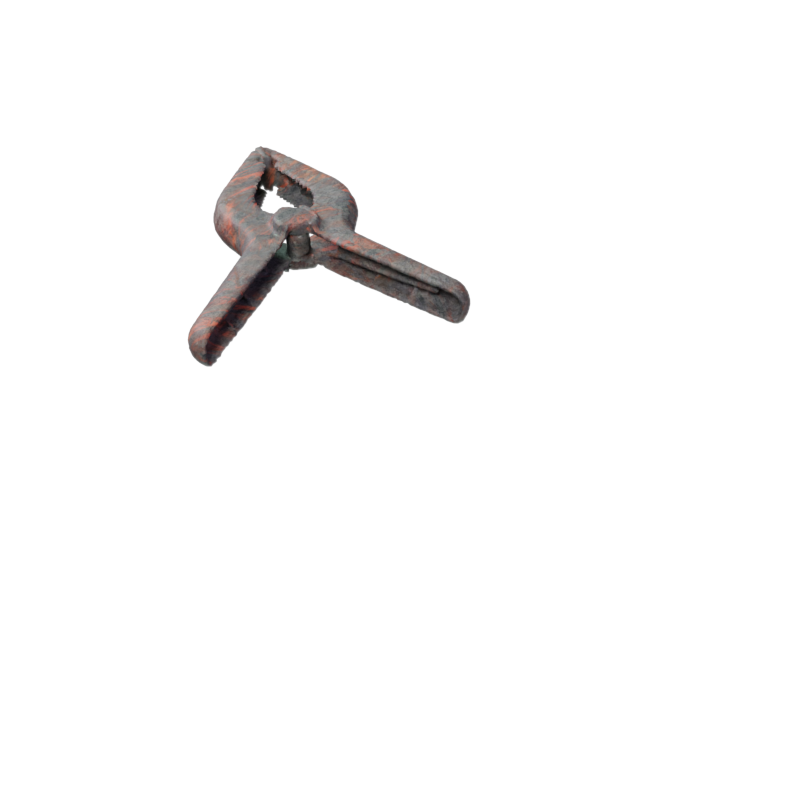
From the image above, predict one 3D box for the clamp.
[{"bbox_3d":[-0.055,-0.100,0.703,0.163,0.034,0.226,-6,39,-7],"label":"clamp"}]
